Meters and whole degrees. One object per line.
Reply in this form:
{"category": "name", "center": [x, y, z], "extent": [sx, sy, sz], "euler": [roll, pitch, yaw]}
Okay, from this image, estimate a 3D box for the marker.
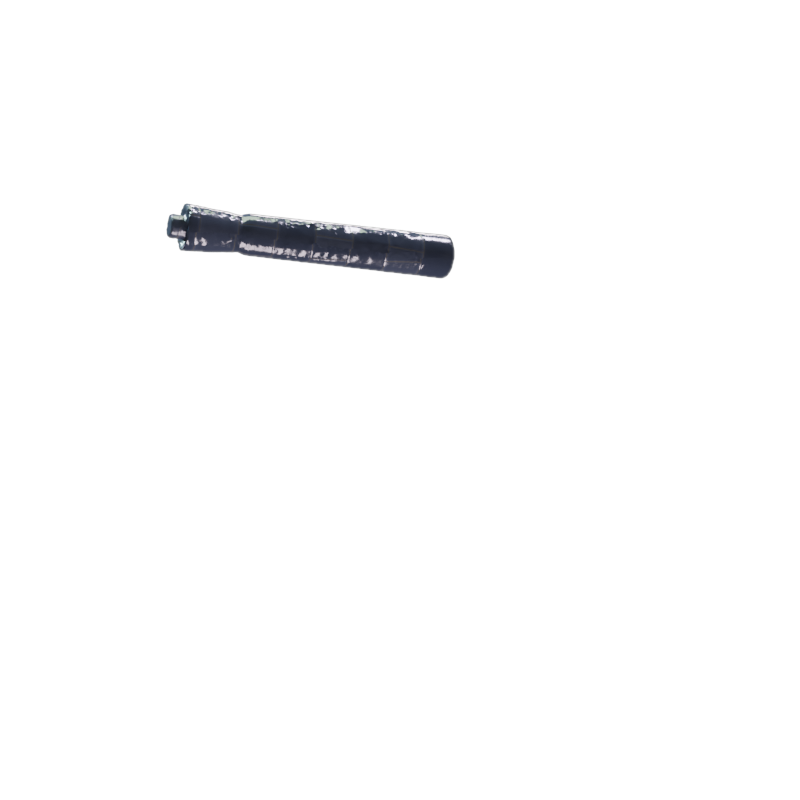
{"category": "marker", "center": [-0.036, -0.065, 0.453], "extent": [0.117, 0.020, 0.020], "euler": [4, 2, -21]}
